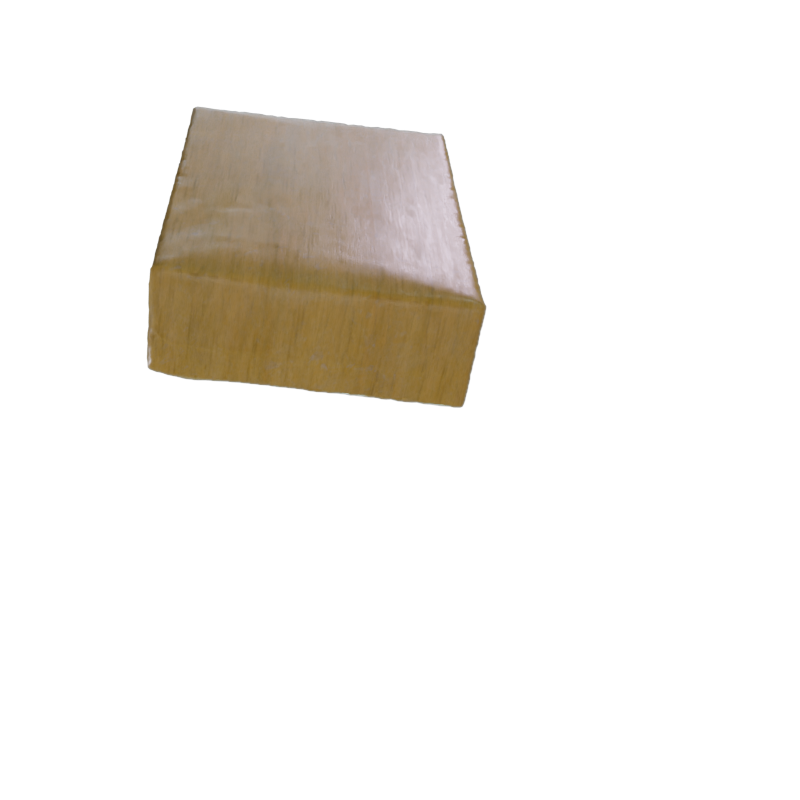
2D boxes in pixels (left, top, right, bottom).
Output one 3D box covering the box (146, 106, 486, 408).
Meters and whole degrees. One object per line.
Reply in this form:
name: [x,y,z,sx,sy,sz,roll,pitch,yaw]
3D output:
box: [-0.049,-0.090,0.632,0.163,0.068,0.228,5,33,-6]
